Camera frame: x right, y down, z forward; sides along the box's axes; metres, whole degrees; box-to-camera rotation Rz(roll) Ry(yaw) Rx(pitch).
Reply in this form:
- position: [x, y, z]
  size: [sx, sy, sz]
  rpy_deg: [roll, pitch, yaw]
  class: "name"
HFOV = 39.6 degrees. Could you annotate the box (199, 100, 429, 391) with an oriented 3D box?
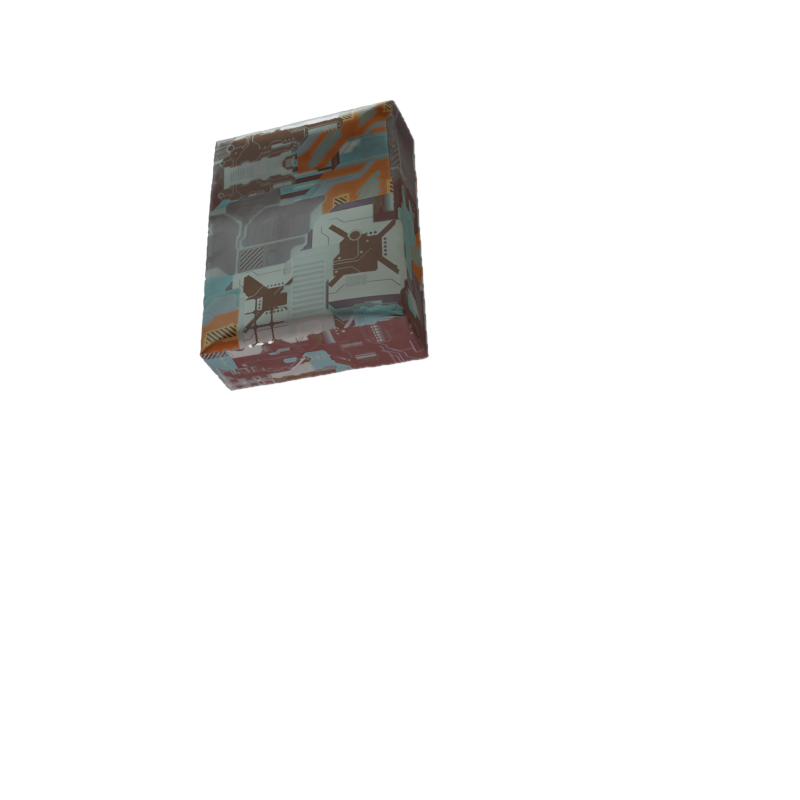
- position: [-0.069, -0.127, 0.887]
  size: [0.166, 0.228, 0.066]
  rpy_deg: [-11, -33, 14]
  class: "box"
